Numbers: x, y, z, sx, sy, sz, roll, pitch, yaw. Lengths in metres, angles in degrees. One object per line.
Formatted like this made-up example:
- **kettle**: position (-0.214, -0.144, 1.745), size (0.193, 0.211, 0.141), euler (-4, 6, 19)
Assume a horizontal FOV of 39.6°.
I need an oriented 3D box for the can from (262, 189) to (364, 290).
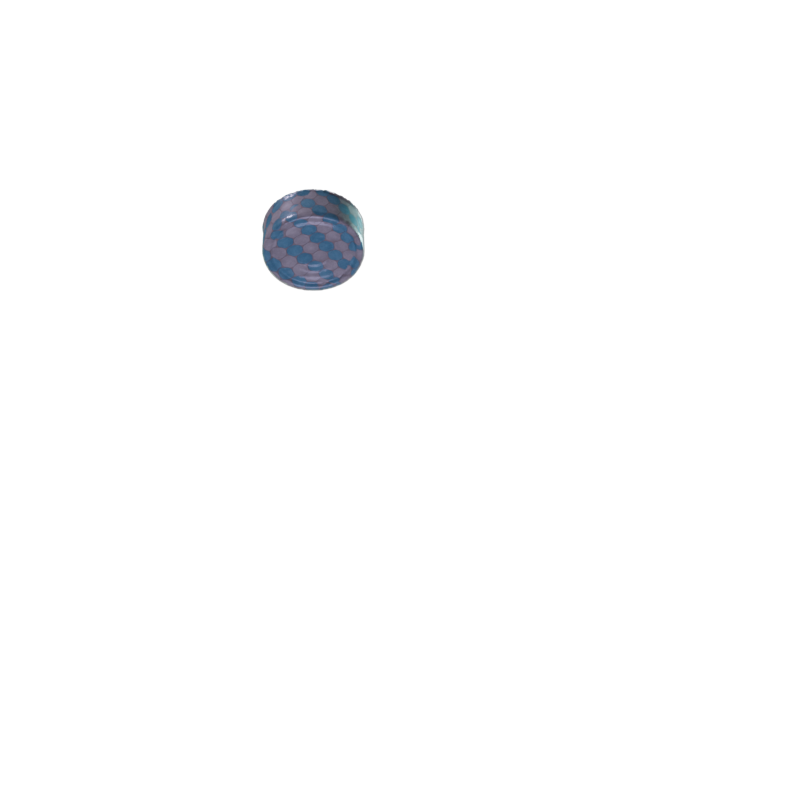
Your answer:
- **can**: position (-0.072, -0.131, 0.921), size (0.086, 0.080, 0.036), euler (1, 44, -1)
